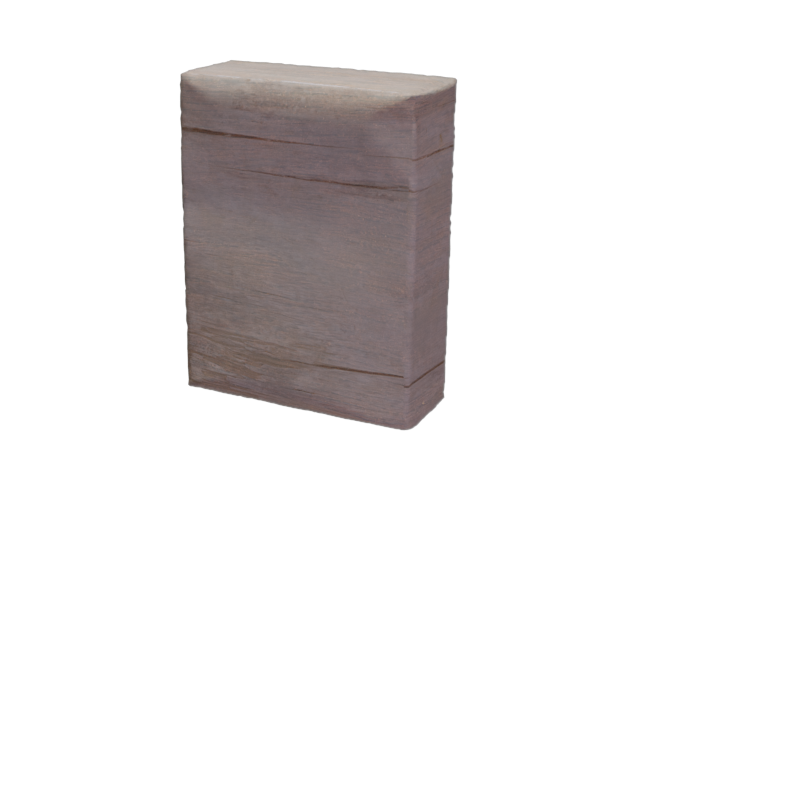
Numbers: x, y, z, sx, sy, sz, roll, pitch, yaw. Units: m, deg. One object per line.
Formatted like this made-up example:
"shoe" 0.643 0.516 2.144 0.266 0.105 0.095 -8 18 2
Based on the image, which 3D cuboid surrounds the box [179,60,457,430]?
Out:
"box" -0.055 -0.101 0.705 0.171 0.205 0.072 11 21 25
